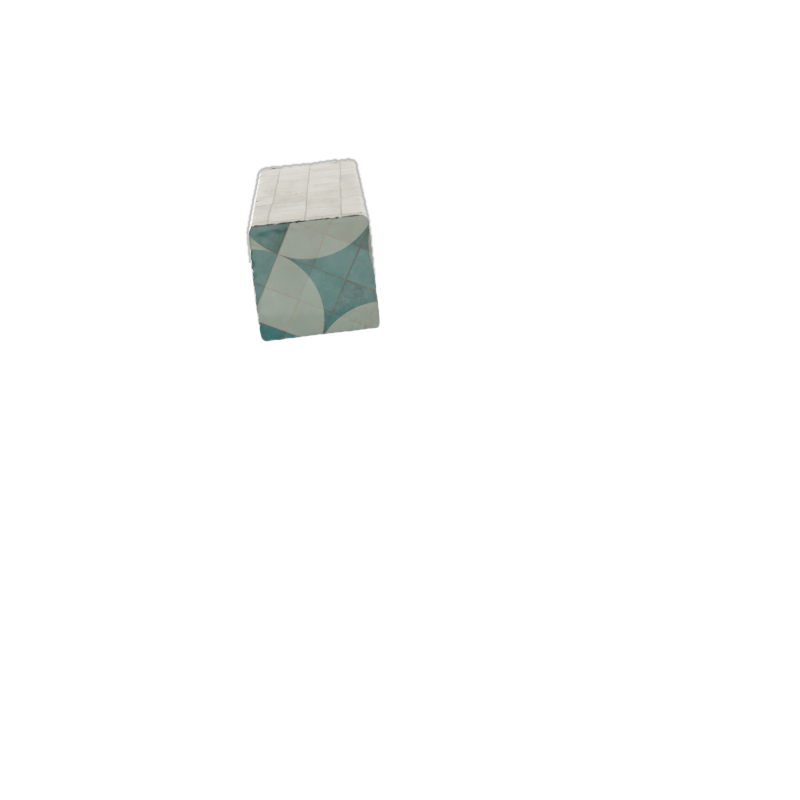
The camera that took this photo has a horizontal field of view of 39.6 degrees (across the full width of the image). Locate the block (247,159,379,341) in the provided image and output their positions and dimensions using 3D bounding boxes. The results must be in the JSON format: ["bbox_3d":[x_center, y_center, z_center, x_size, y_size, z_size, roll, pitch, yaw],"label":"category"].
[{"bbox_3d":[-0.071,-0.130,0.907,0.091,0.086,0.216,-7,22,-1],"label":"block"}]
